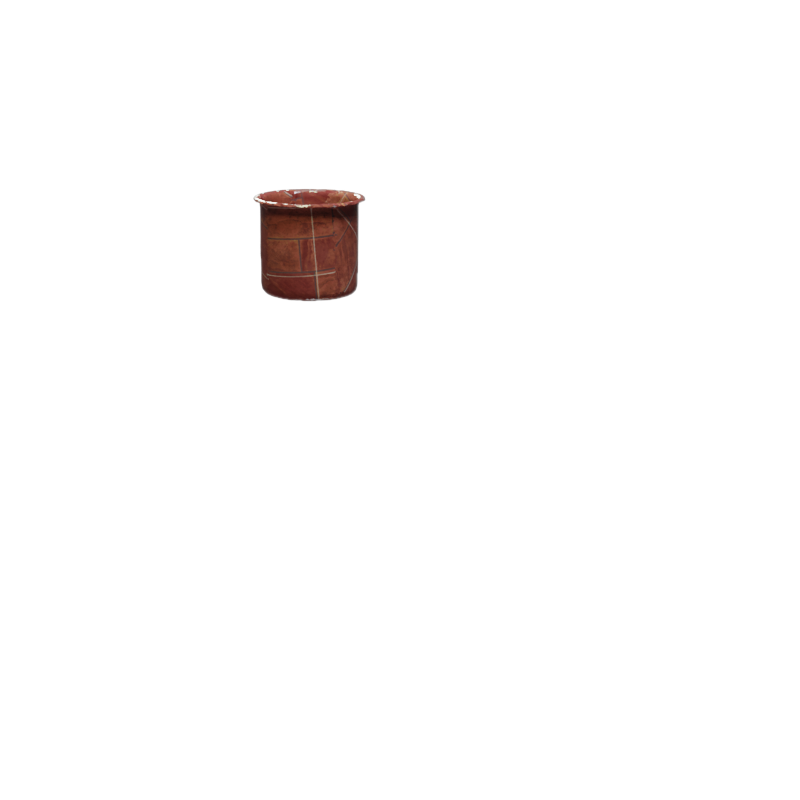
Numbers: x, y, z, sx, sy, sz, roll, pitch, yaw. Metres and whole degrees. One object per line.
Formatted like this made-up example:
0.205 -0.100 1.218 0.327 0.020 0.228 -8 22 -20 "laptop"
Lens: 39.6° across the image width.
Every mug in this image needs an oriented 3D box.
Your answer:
-0.074 -0.134 0.940 0.095 0.079 0.119 4 16 12 "mug"
